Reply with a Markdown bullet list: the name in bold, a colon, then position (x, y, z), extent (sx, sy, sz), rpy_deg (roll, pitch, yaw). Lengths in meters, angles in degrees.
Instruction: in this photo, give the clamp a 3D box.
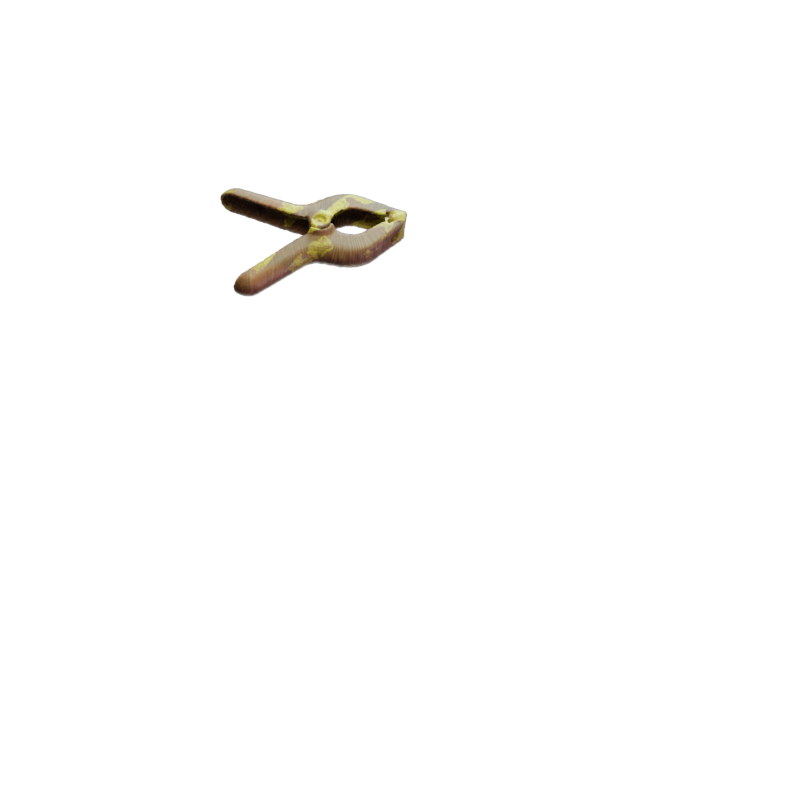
- **clamp**: position (-0.078, -0.143, 0.999), extent (0.171, 0.128, 0.037), rpy_deg (-1, -33, -1)
